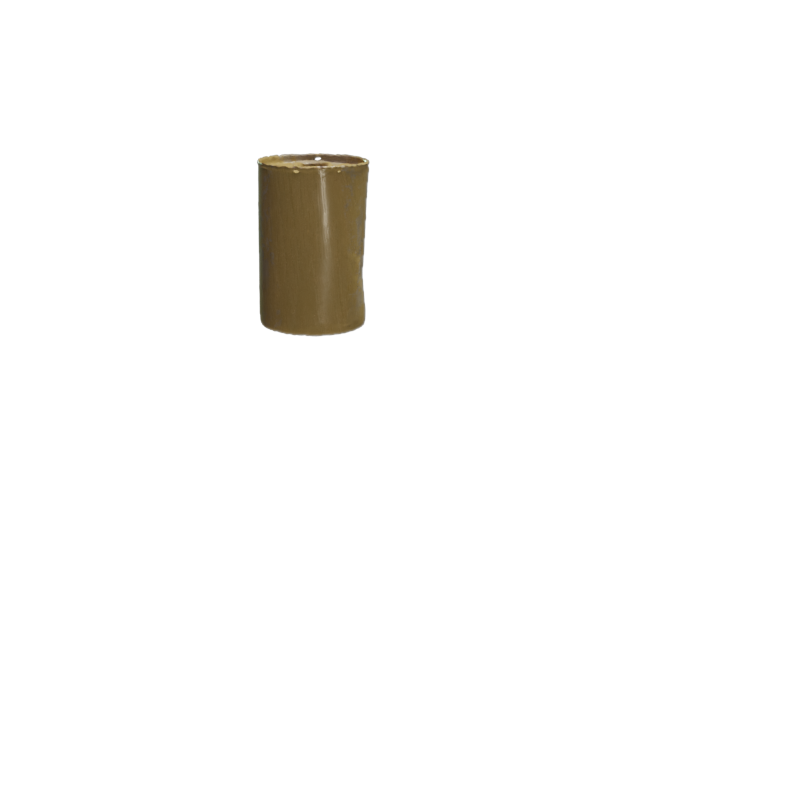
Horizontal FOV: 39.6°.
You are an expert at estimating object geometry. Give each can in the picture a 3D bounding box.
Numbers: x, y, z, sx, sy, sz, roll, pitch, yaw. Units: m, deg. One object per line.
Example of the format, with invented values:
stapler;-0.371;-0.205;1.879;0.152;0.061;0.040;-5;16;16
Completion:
can;-0.053;-0.097;0.680;0.068;0.099;0.071;0;14;-2
